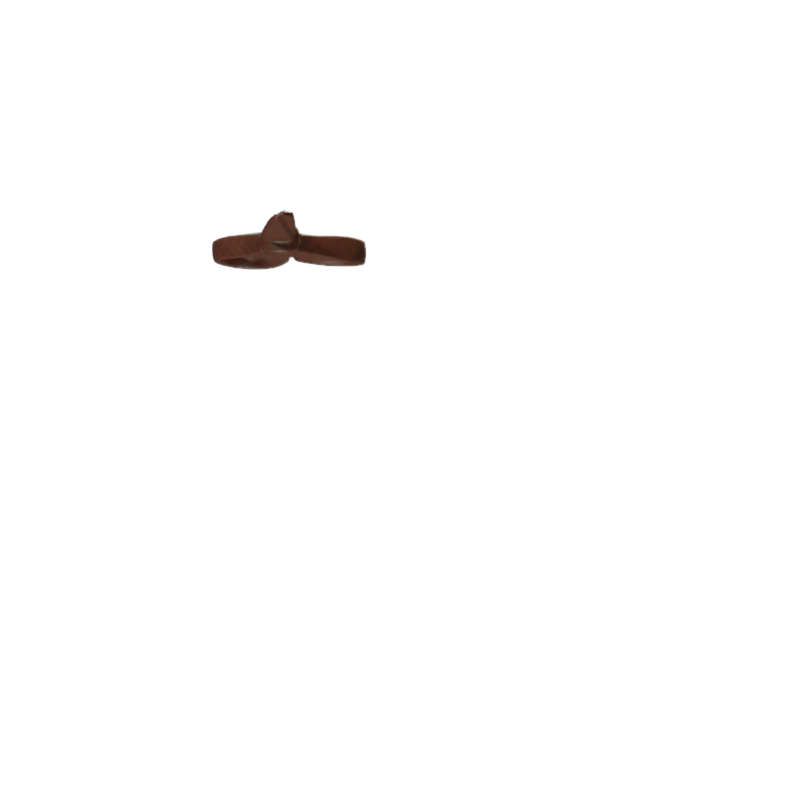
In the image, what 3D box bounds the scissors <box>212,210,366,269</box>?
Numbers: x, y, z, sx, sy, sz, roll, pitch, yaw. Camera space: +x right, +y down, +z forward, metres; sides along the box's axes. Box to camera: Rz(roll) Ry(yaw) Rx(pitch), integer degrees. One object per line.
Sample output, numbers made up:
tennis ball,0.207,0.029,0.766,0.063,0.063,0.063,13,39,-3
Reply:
scissors,-0.045,-0.081,0.570,0.094,0.016,0.206,-1,3,-21
